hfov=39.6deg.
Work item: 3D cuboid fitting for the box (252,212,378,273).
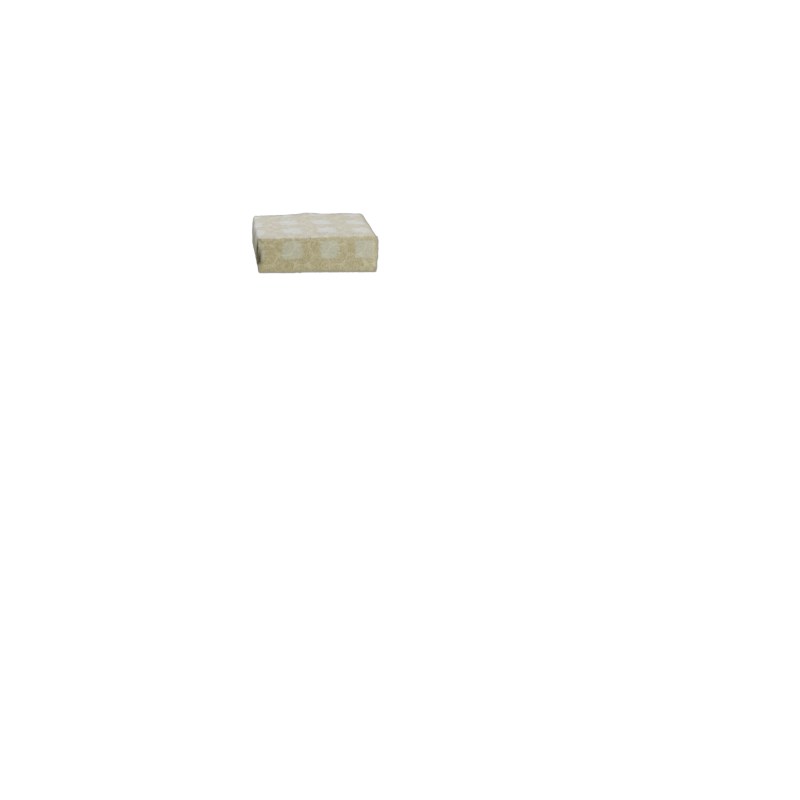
[{"bbox_3d":[-0.065,-0.119,0.831,0.088,0.029,0.077,-3,21,-7],"label":"box"}]
